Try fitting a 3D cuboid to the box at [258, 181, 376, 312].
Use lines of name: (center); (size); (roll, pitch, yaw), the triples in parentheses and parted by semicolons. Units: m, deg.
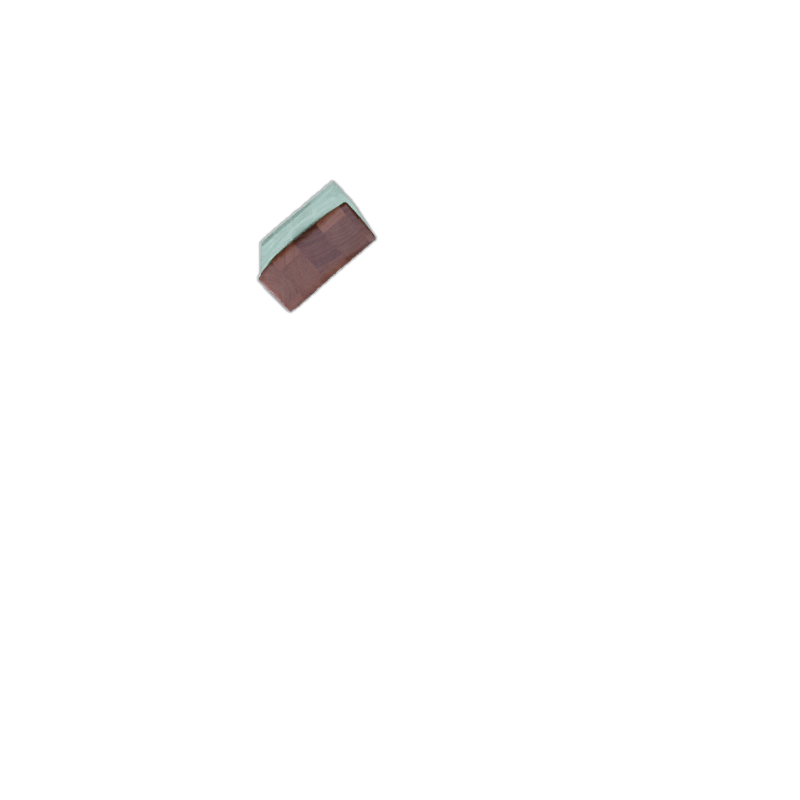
box: (-0.073, -0.134, 0.942); (0.093, 0.047, 0.181); (-39, 14, 6)
